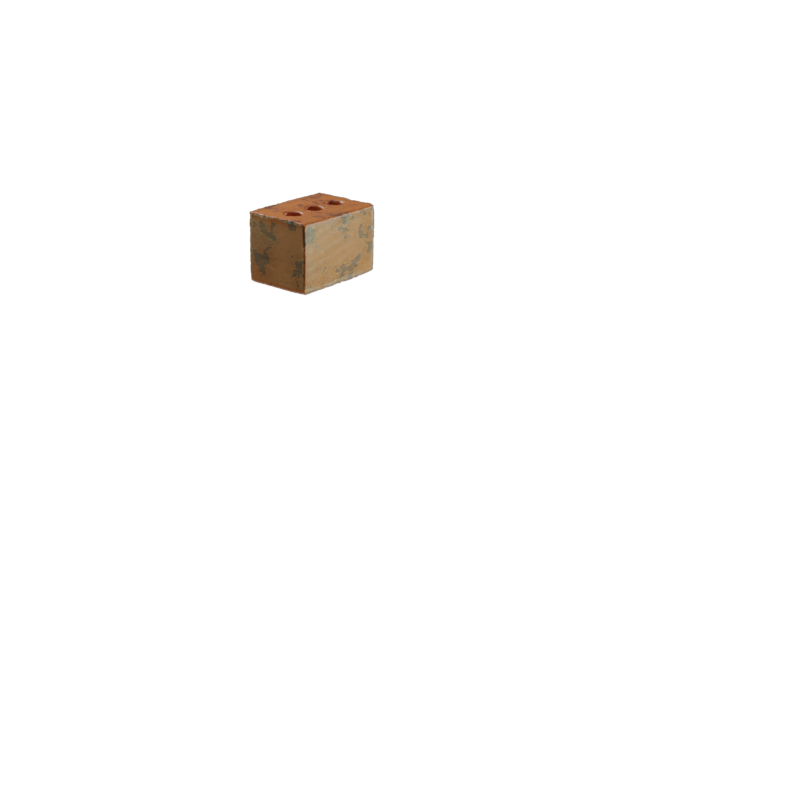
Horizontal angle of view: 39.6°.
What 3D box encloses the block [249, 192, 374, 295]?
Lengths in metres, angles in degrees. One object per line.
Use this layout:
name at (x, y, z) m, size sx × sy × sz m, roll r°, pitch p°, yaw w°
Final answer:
block at (-0.061, -0.112, 0.783) m, size 0.056 × 0.049 × 0.077 m, roll 15°, pitch 26°, yaw 35°
